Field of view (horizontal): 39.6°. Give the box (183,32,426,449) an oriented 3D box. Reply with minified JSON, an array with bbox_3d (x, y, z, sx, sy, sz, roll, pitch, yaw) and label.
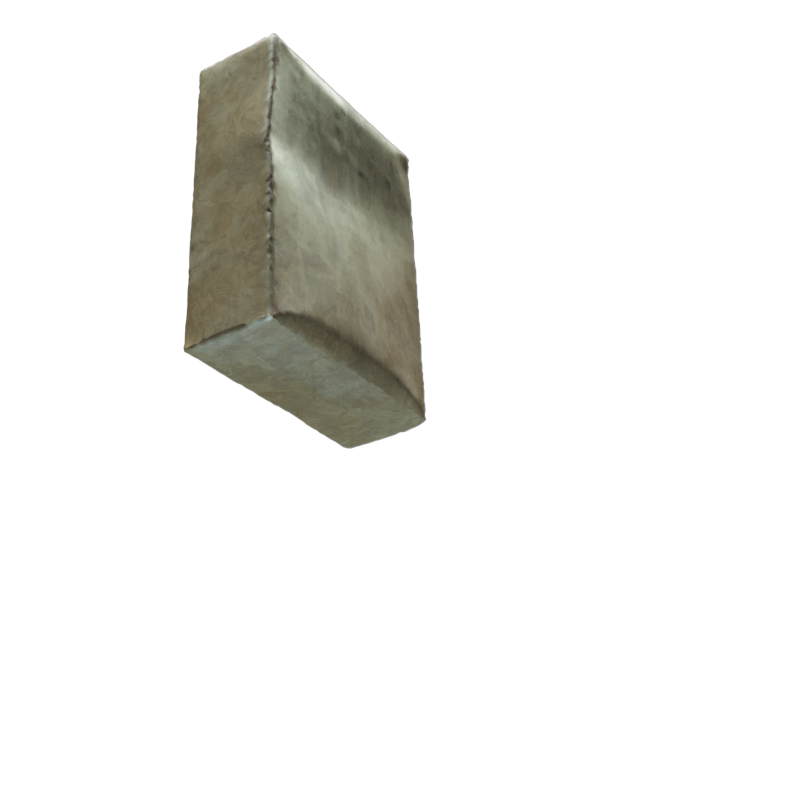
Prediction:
[{"bbox_3d":[-0.055,-0.100,0.702,0.072,0.228,0.152,-22,-37,28],"label":"box"}]
